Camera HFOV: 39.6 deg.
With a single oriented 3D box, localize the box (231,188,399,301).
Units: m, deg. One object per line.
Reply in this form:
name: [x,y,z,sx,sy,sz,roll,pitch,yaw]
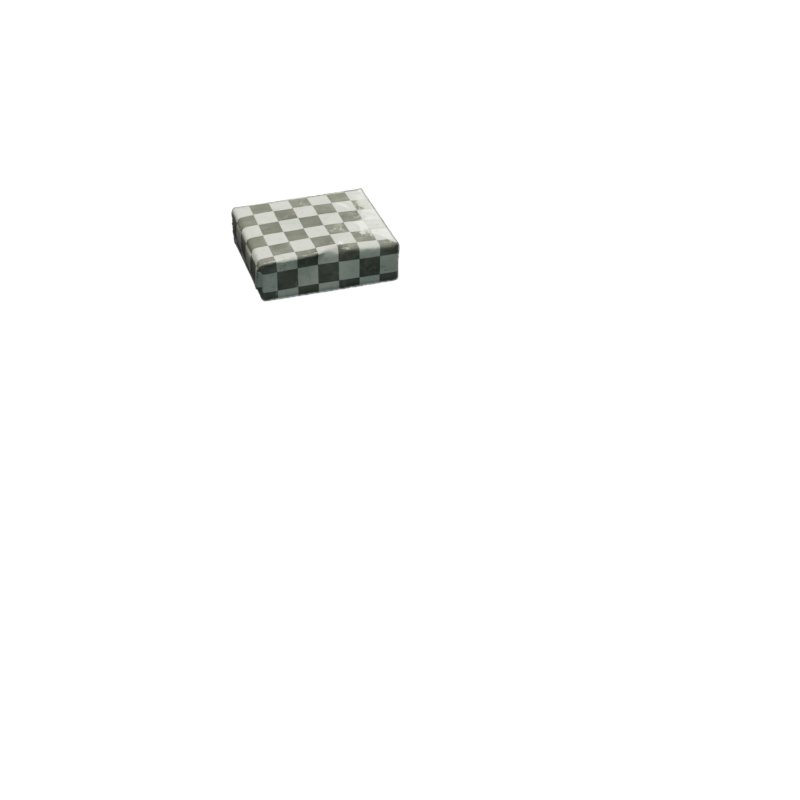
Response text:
box: [-0.054,-0.098,0.687,0.088,0.028,0.079,-11,38,-14]
